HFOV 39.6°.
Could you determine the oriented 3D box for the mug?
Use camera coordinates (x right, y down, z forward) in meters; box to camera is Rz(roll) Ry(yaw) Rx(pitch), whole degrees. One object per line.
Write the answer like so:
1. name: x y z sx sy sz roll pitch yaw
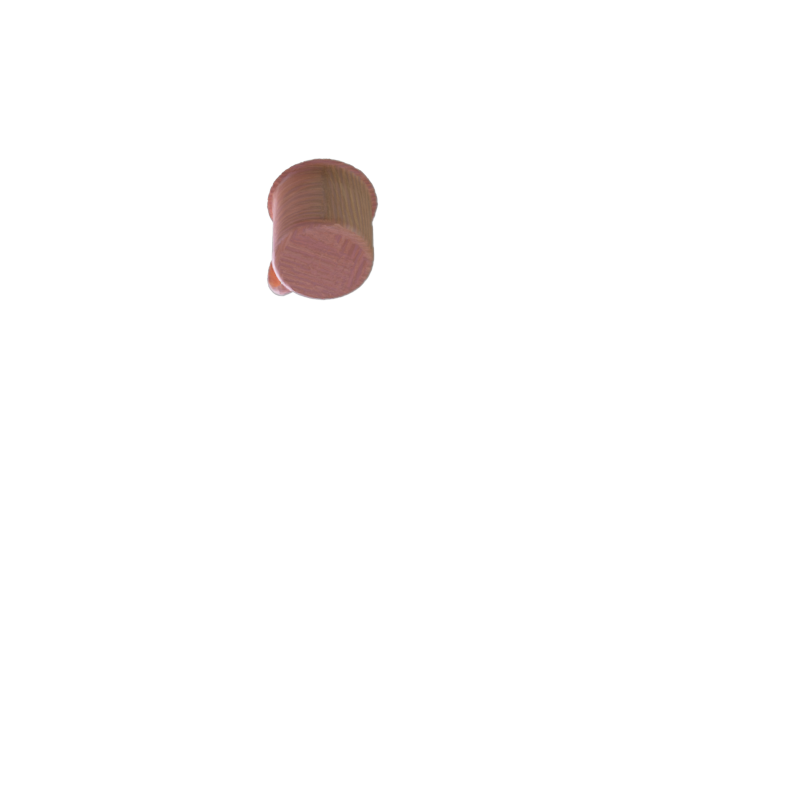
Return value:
1. mug: -0.071 -0.130 0.909 0.088 0.087 0.115 33 -57 -28
